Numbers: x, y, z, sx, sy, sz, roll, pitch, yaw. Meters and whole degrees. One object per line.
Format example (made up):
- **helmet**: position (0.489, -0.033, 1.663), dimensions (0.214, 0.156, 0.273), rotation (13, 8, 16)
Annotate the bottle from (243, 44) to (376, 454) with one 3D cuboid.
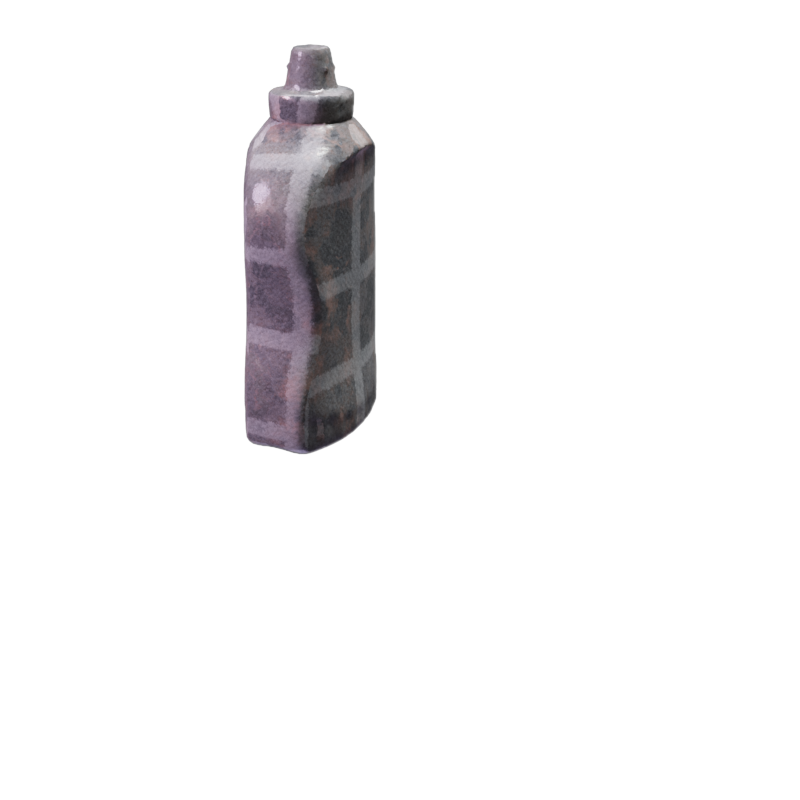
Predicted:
- **bottle**: position (-0.043, -0.078, 0.549), dimensions (0.060, 0.184, 0.097), rotation (9, 20, 22)
